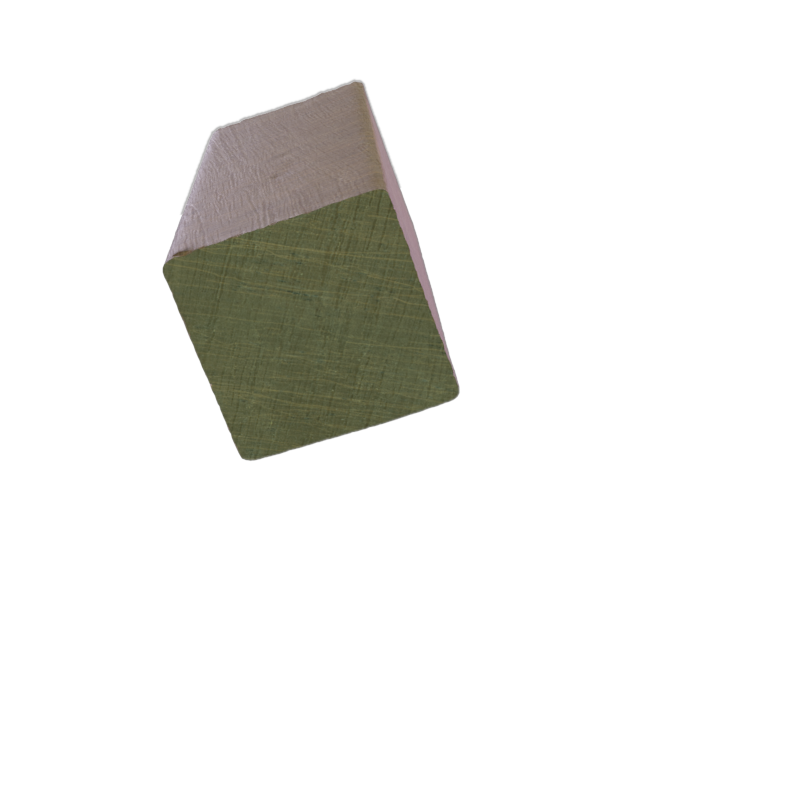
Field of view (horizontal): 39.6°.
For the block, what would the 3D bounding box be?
[{"bbox_3d":[-0.040,-0.072,0.506,0.090,0.086,0.217,-18,25,5],"label":"block"}]
